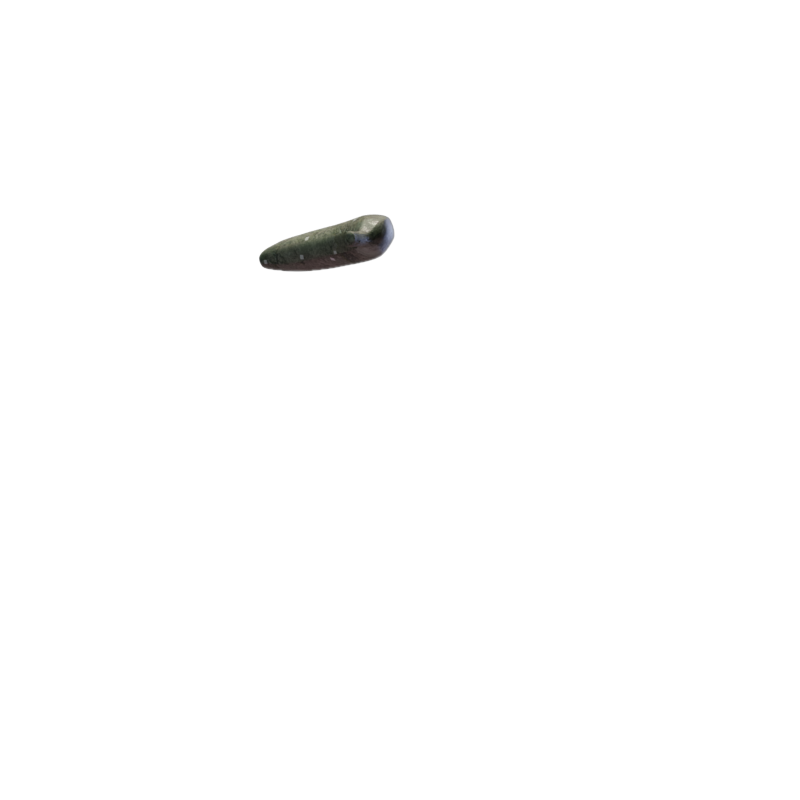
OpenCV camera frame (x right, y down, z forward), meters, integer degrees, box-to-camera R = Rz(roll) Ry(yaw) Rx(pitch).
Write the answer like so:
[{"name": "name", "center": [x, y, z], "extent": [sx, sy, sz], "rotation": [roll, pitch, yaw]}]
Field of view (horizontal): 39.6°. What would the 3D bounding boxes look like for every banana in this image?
[{"name": "banana", "center": [-0.056, -0.136, 0.954], "extent": [0.067, 0.037, 0.202], "rotation": [1, -1, -27]}]
